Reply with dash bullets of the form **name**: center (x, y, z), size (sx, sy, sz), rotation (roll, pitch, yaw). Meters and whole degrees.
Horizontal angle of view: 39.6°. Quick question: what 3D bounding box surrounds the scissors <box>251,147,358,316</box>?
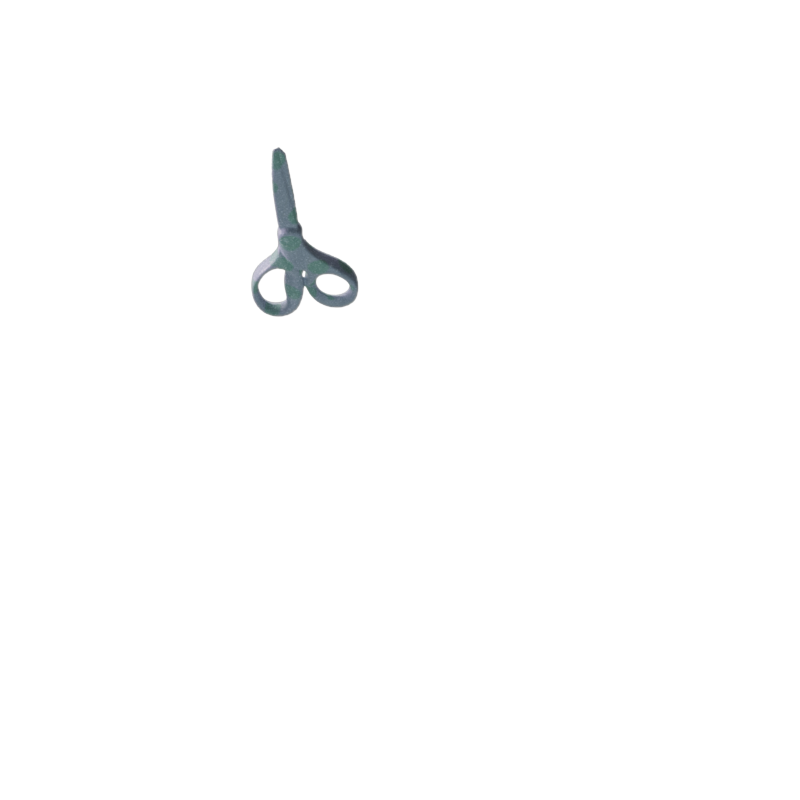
- **scissors**: center (-0.067, -0.122, 0.856), size (0.094, 0.017, 0.192), rotation (8, -32, -12)
